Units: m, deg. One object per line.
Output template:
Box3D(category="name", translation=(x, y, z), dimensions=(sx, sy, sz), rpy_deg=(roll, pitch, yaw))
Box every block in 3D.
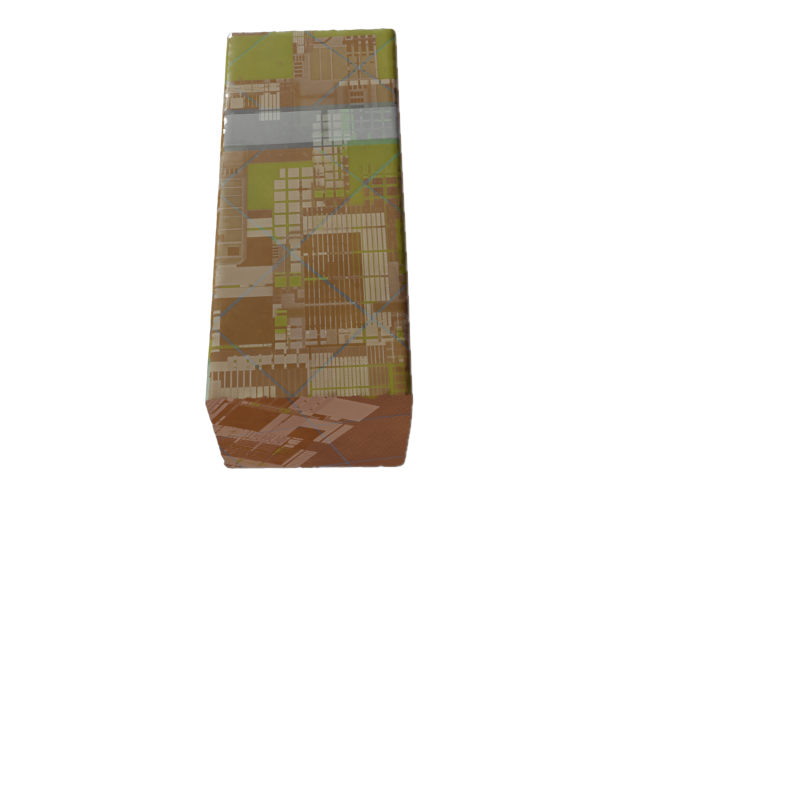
Box3D(category="block", translation=(-0.043, -0.079, 0.559), dimensions=(0.091, 0.219, 0.085), rpy_deg=(-2, -29, -1))
